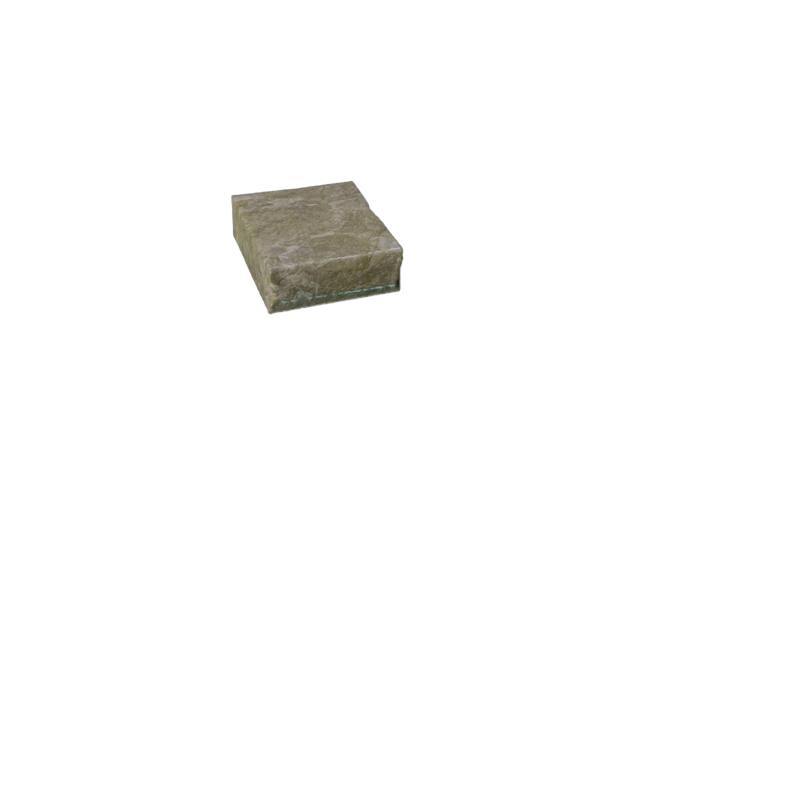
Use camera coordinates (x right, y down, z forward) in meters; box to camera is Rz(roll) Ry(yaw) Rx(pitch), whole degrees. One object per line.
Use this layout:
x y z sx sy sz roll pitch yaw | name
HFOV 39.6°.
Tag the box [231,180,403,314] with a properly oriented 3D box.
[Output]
-0.047 -0.086 0.603 0.072 0.028 0.096 -10 36 -15 | box
